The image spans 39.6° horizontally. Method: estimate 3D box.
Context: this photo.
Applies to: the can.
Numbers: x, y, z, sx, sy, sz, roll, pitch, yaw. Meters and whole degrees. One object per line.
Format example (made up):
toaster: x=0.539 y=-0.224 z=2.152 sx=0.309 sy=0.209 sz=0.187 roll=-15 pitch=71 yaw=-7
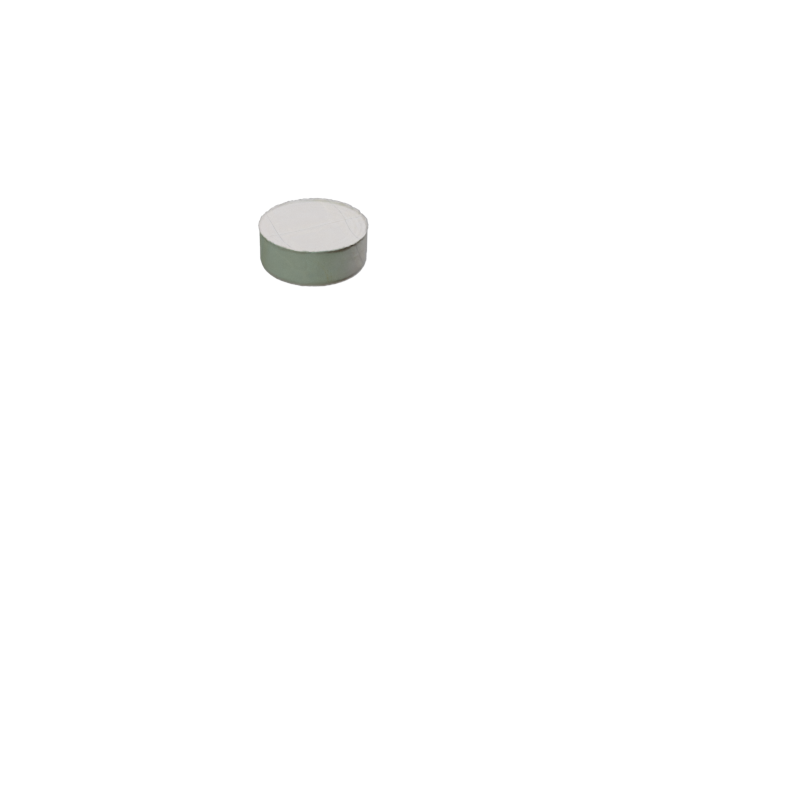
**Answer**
can: x=-0.068 y=-0.124 z=0.871 sx=0.086 sy=0.031 sz=0.092 roll=-1 pitch=35 yaw=-2
